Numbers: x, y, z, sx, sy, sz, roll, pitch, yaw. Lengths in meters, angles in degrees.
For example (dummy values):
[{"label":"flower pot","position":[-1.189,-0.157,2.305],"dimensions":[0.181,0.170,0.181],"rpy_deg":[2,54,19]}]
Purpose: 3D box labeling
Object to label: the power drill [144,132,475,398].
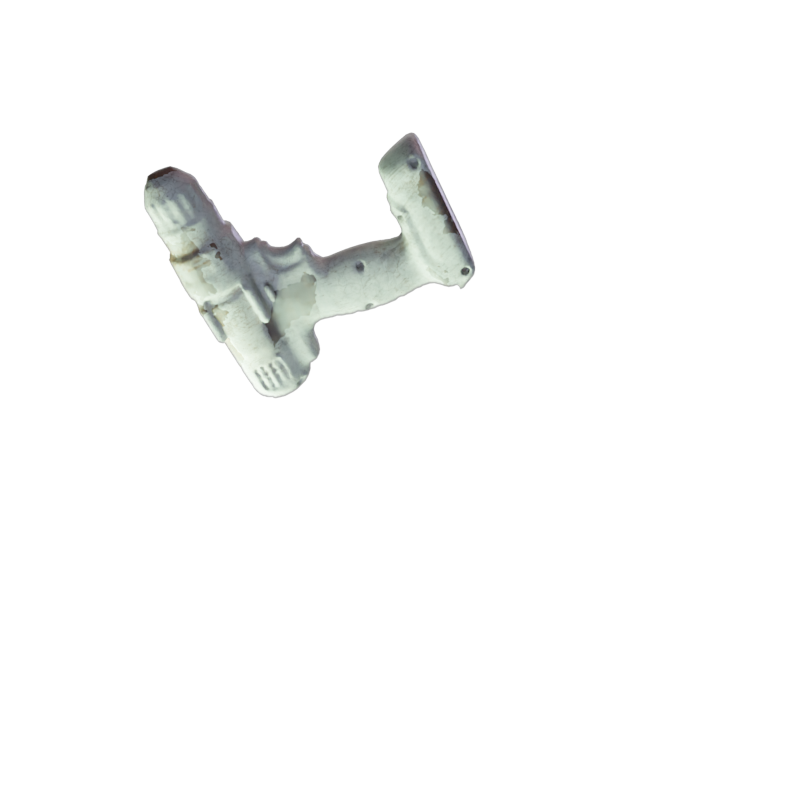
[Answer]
[{"label":"power drill","position":[-0.059,-0.107,0.750],"dimensions":[0.188,0.173,0.061],"rpy_deg":[-24,26,12]}]
